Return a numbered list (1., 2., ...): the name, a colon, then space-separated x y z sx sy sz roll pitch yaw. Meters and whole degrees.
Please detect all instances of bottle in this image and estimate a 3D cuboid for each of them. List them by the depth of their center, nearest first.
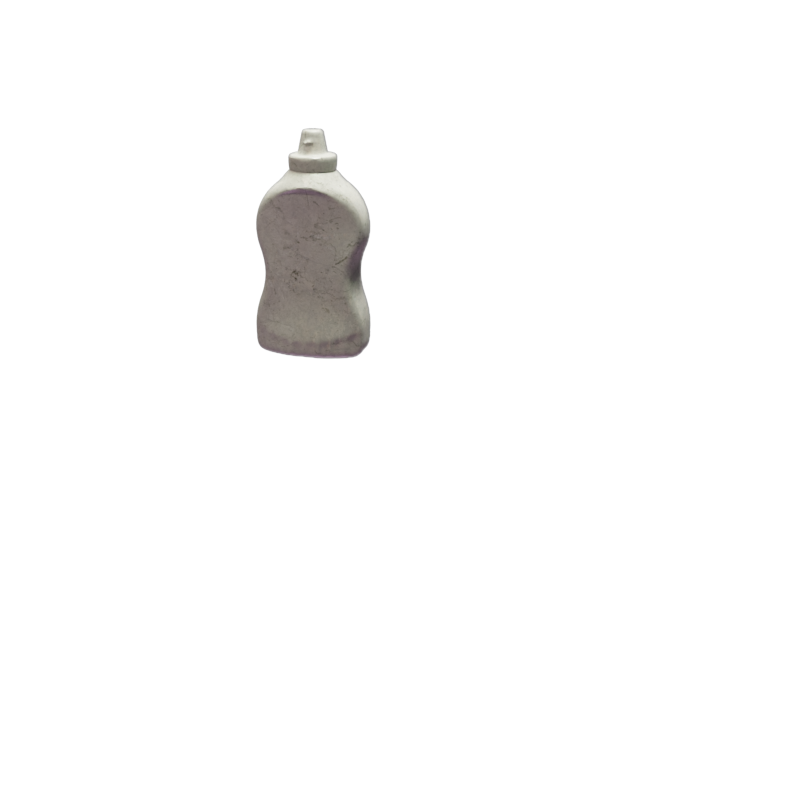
1. bottle: -0.074 -0.134 0.941 0.098 0.186 0.059 5 14 17
